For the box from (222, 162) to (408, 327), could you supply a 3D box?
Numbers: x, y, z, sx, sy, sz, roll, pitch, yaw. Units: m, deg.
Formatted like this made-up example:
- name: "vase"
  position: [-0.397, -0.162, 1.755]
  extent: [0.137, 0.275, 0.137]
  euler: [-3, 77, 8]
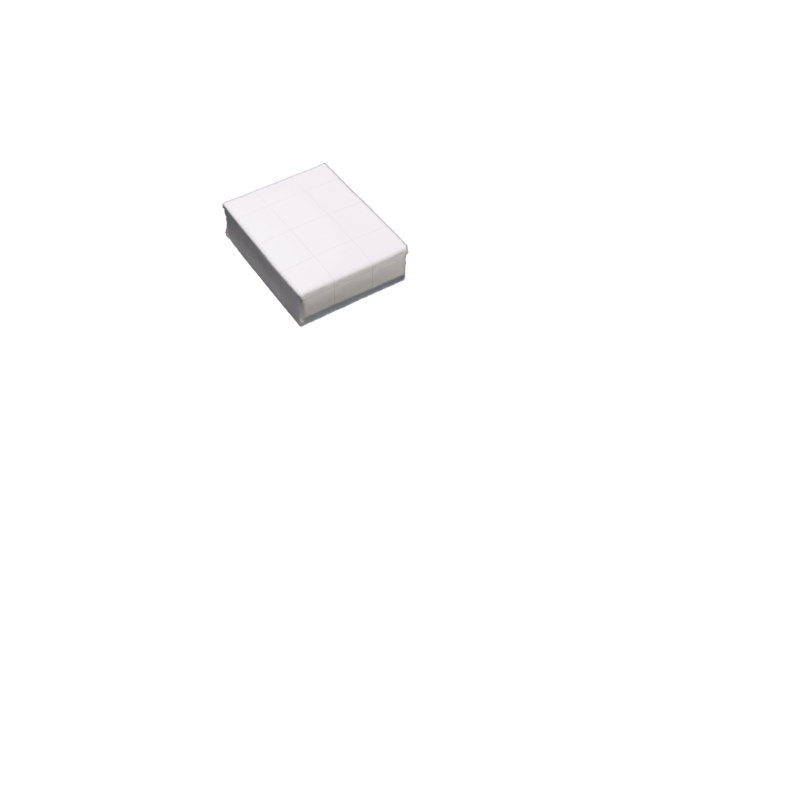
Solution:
- name: "box"
  position: [-0.062, -0.114, 0.797]
  extent: [0.089, 0.036, 0.122]
  euler: [-25, 51, -23]
